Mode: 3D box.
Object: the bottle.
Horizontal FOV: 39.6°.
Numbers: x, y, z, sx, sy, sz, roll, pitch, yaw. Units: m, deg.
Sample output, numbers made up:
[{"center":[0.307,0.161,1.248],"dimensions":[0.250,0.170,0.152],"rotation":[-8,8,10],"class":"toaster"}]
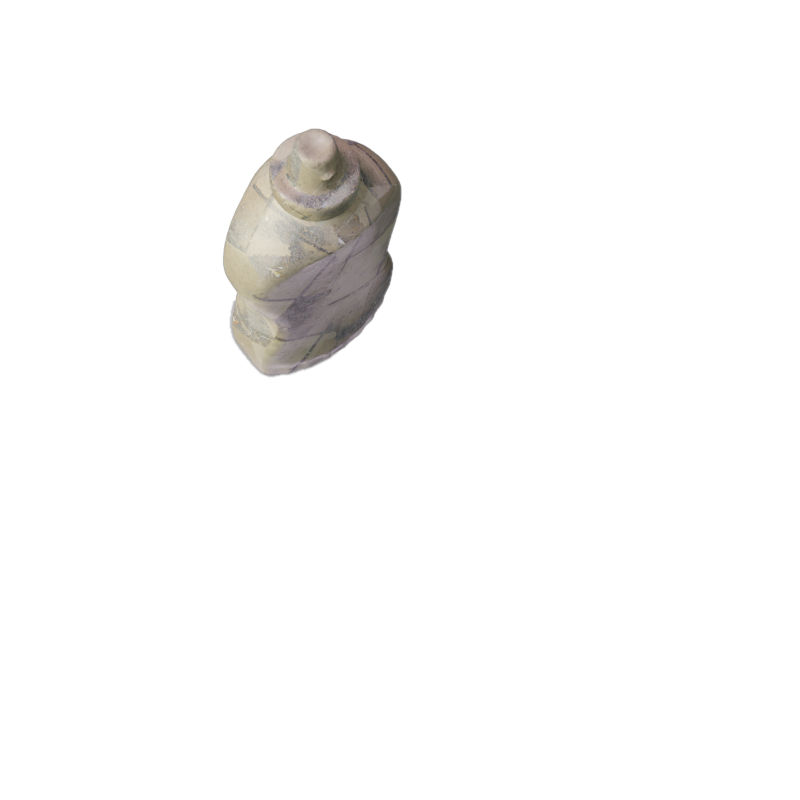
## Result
[{"center":[-0.043,-0.079,0.557],"dimensions":[0.096,0.061,0.182],"rotation":[-36,-14,-15],"class":"bottle"}]
